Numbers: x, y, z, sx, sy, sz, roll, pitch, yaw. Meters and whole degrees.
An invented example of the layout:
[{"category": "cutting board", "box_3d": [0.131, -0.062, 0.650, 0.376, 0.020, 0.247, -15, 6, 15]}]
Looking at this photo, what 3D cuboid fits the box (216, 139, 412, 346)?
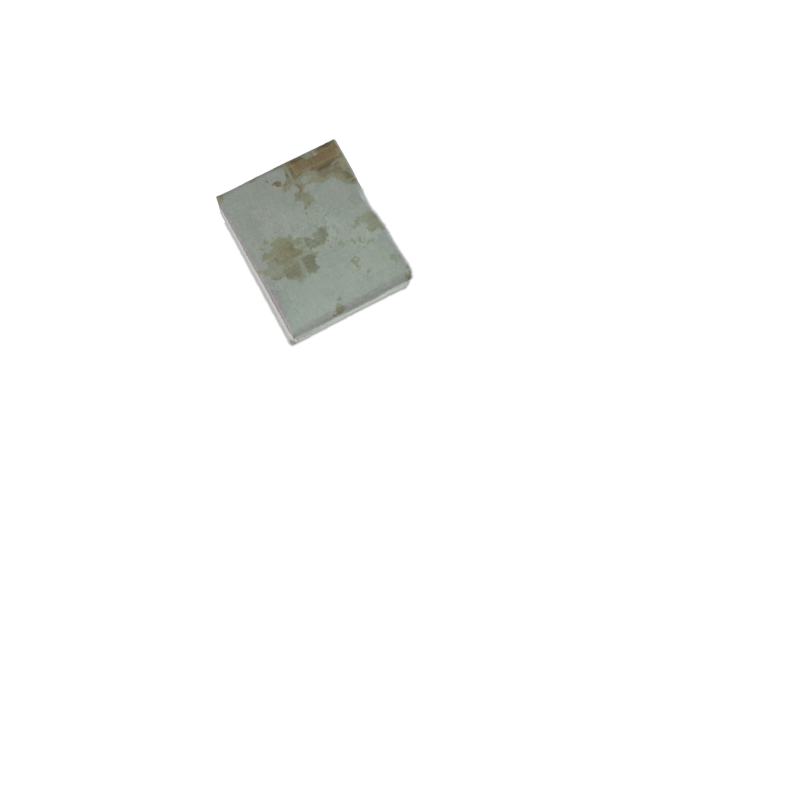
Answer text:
[{"category": "box", "box_3d": [-0.047, -0.085, 0.597, 0.073, 0.093, 0.029, -27, -13, -8]}]
